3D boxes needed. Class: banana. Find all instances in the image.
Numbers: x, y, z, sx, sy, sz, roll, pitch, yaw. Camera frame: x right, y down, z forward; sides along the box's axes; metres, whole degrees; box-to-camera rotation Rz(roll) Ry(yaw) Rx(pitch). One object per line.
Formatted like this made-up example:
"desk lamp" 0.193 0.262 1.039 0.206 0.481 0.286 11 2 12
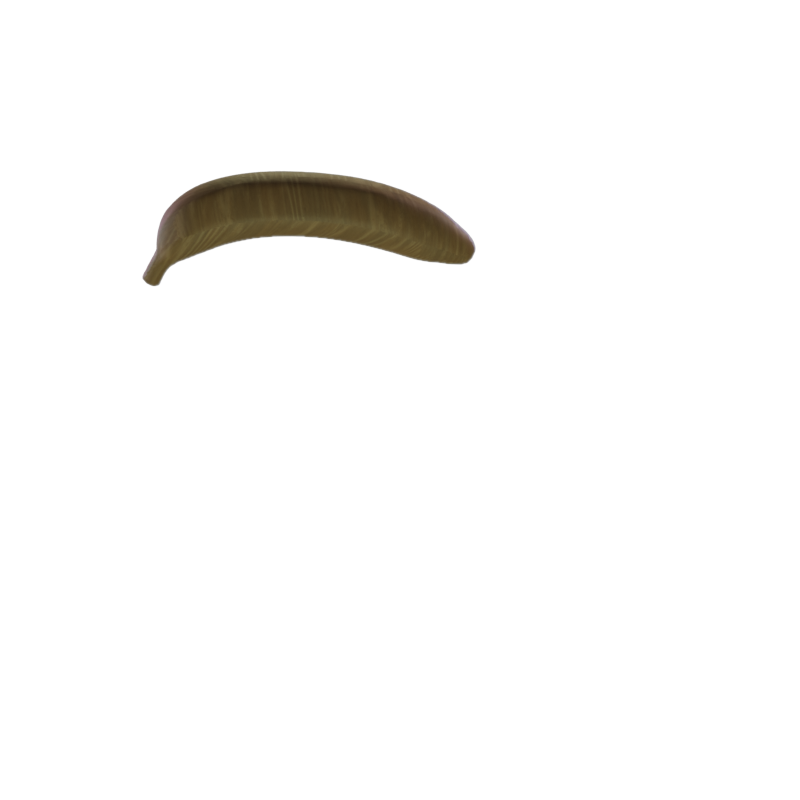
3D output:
"banana" -0.055 -0.103 0.641 0.198 0.039 0.065 -2 -34 3
